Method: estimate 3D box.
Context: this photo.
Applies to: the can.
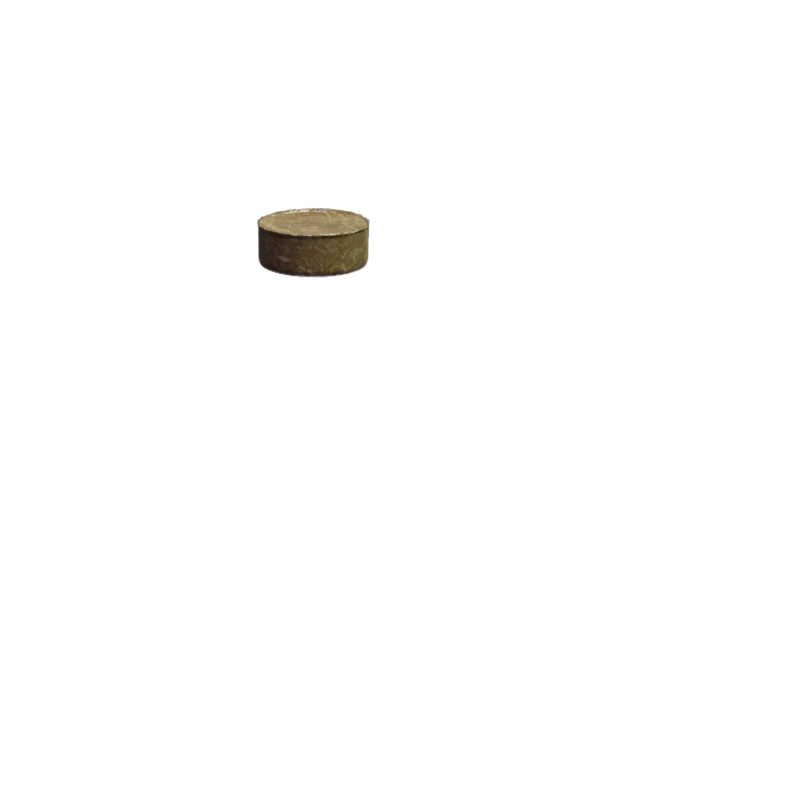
[{"bbox_3d":[-0.066,-0.121,0.847,0.086,0.032,0.090,-1,21,-2],"label":"can"}]
